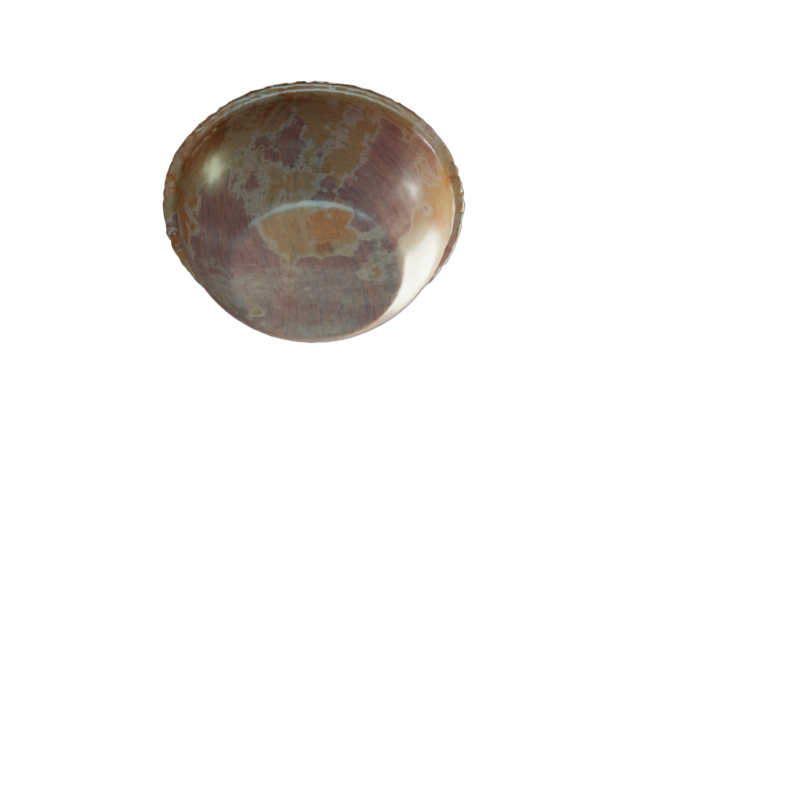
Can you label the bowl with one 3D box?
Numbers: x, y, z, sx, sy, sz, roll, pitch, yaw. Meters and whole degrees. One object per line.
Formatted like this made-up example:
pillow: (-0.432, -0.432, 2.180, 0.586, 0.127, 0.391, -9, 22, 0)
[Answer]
bowl: (-0.045, -0.082, 0.575, 0.162, 0.151, 0.059, 1, 41, -1)
